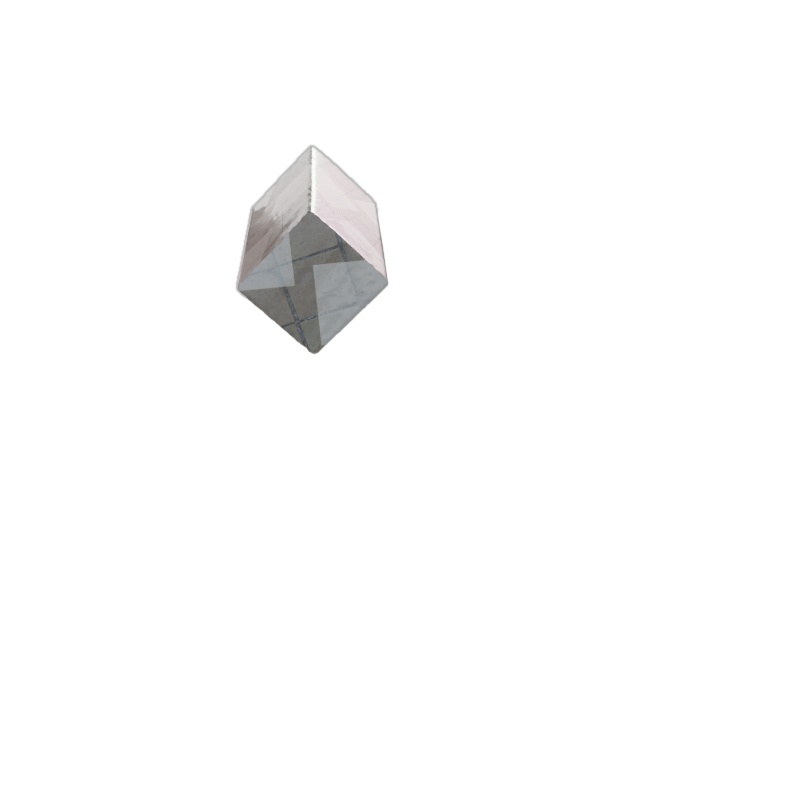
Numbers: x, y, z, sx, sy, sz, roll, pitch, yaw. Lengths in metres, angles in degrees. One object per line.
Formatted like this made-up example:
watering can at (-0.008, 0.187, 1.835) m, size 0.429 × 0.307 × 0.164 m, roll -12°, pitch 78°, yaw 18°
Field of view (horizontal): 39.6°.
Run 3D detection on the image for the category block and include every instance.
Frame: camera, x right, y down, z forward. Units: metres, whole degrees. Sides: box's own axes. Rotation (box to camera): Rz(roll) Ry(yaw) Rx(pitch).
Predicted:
block at (-0.076, -0.139, 0.975) m, size 0.086 × 0.090 × 0.217 m, roll 41°, pitch 17°, yaw -20°
